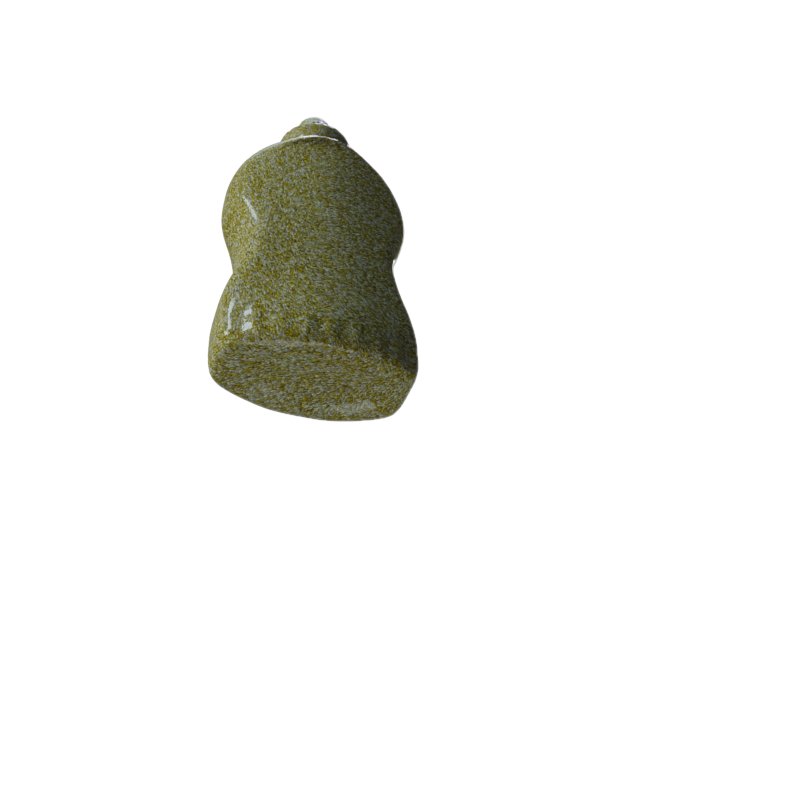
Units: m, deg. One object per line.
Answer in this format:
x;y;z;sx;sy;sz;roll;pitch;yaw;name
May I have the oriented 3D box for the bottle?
-0.045;-0.082;0.573;0.094;0.206;0.055;9;-45;-13;bottle
